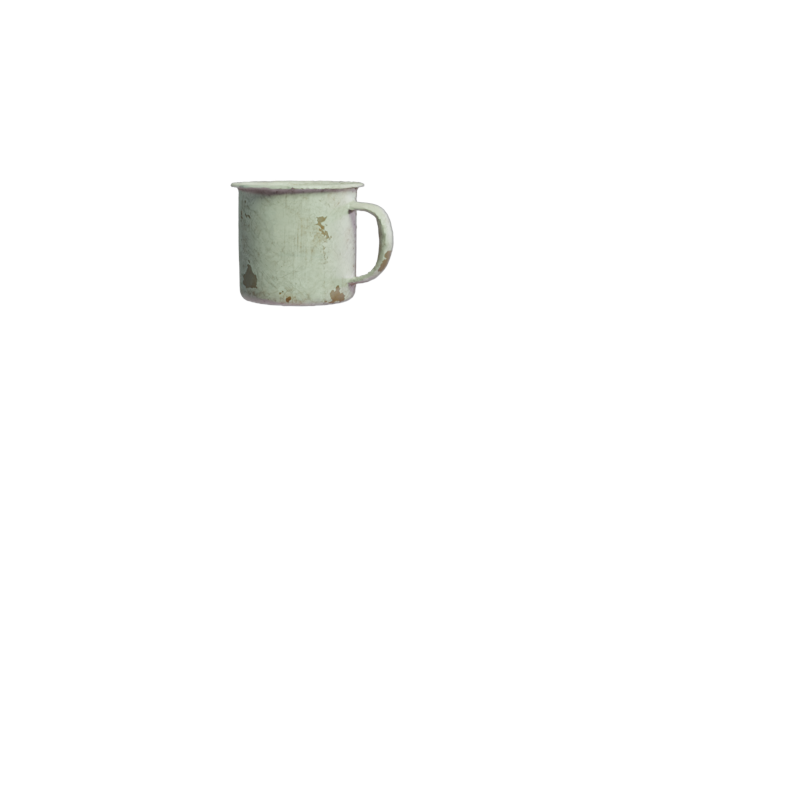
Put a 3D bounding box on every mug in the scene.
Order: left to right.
[{"bbox_3d":[-0.060,-0.109,0.766,0.121,0.080,0.092,4,10,21],"label":"mug"}]
